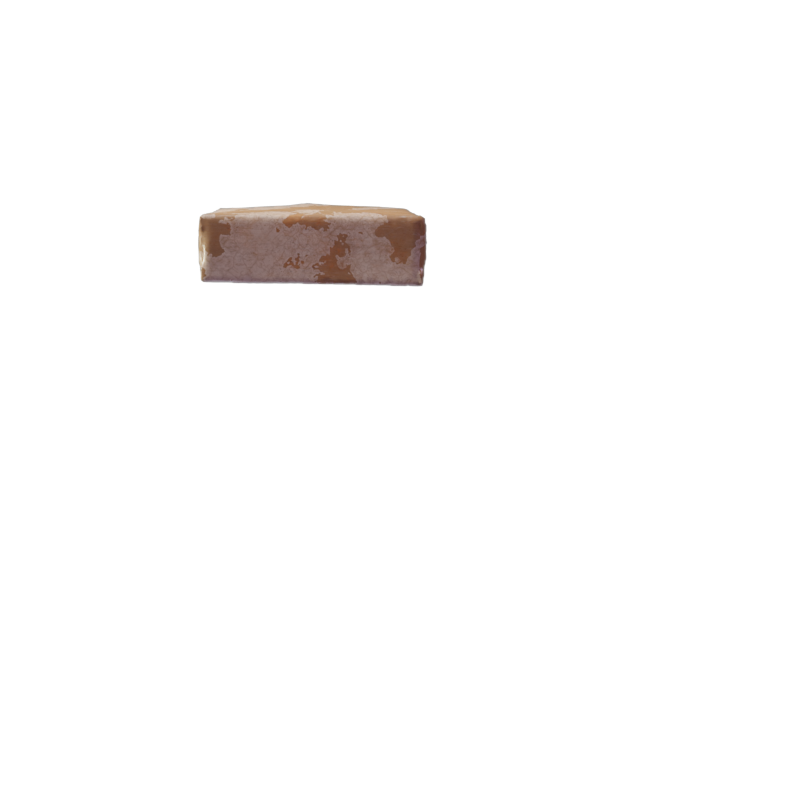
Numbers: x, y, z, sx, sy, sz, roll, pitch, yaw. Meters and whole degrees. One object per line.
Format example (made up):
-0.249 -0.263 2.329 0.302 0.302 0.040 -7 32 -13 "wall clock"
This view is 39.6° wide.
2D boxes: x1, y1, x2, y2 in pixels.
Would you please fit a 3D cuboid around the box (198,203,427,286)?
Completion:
-0.036 -0.066 0.463 0.089 0.030 0.074 0 11 -1 "box"
